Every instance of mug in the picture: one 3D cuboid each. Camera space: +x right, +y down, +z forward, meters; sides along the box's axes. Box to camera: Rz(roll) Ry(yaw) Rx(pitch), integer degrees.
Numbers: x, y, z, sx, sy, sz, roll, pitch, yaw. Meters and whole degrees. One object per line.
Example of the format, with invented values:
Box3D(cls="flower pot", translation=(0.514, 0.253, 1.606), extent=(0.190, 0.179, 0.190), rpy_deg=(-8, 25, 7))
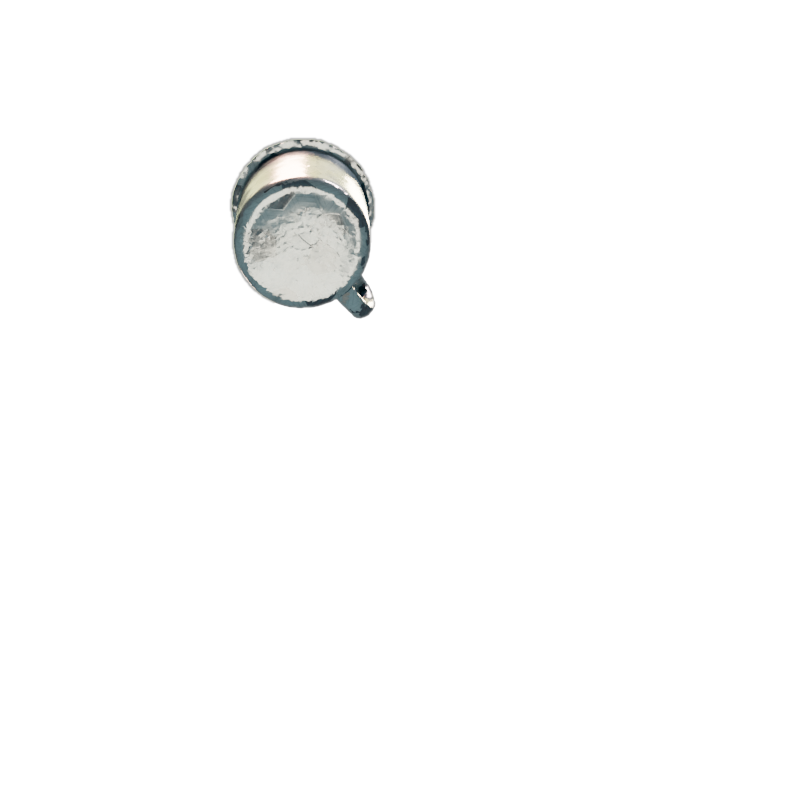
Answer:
Box3D(cls="mug", translation=(-0.054, -0.098, 0.687), extent=(0.093, 0.112, 0.085), rpy_deg=(-32, 18, 10))
